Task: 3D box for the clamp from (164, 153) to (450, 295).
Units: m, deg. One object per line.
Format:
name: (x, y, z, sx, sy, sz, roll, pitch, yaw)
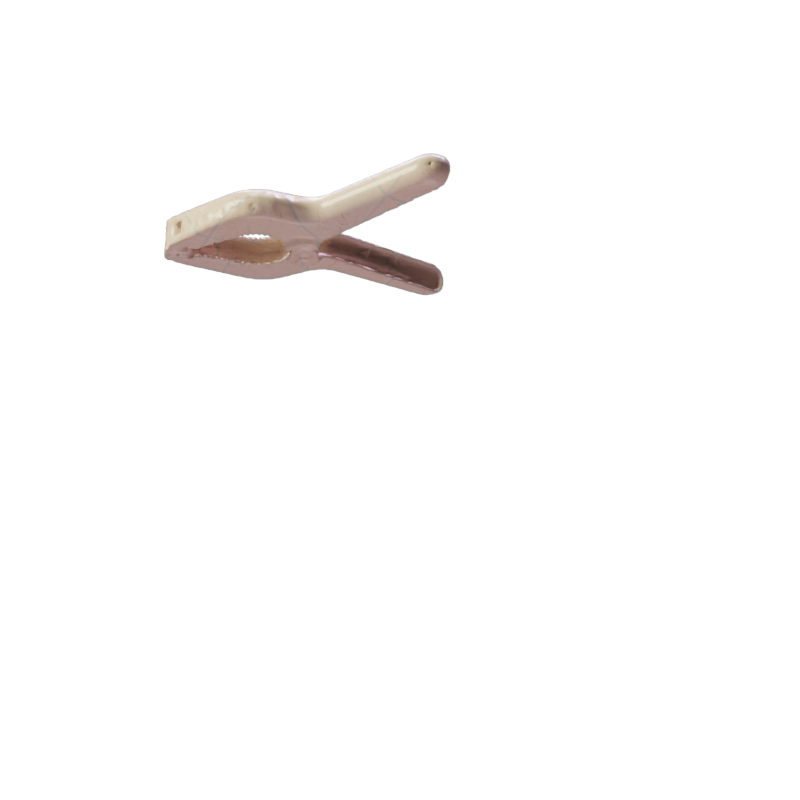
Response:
clamp: (-0.063, -0.114, 0.801, 0.212, 0.039, 0.153, -4, -27, 8)
